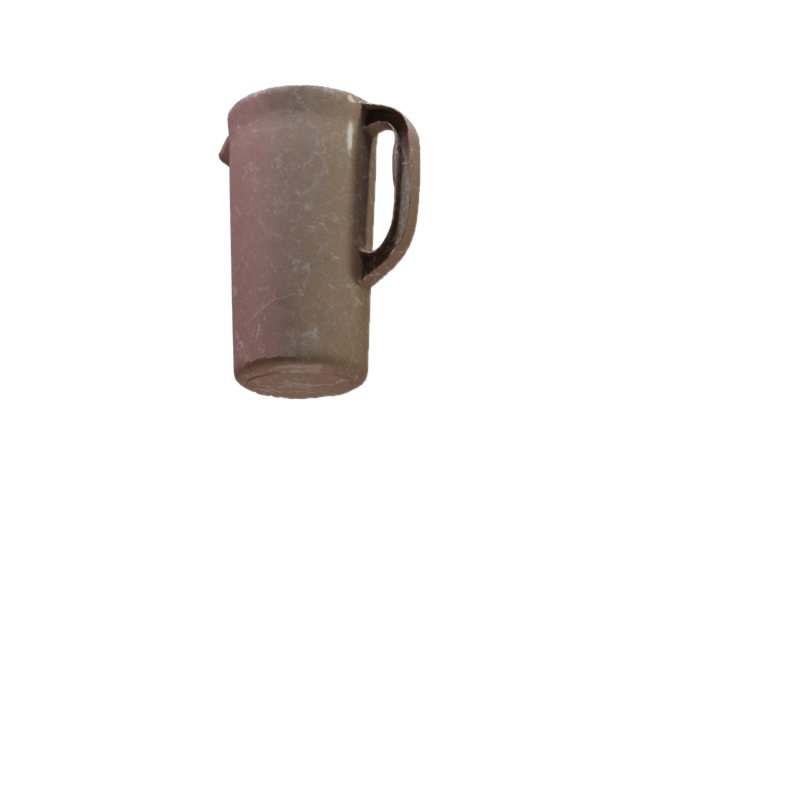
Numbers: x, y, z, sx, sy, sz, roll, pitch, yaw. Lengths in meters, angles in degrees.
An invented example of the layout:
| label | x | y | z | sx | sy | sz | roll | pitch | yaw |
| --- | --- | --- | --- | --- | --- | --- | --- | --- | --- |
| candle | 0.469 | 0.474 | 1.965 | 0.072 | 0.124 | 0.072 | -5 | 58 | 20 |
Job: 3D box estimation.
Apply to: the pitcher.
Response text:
| label | x | y | z | sx | sy | sz | roll | pitch | yaw |
| --- | --- | --- | --- | --- | --- | --- | --- | --- | --- |
| pitcher | -0.072 | -0.131 | 0.919 | 0.141 | 0.254 | 0.147 | 6 | -20 | -20 |
